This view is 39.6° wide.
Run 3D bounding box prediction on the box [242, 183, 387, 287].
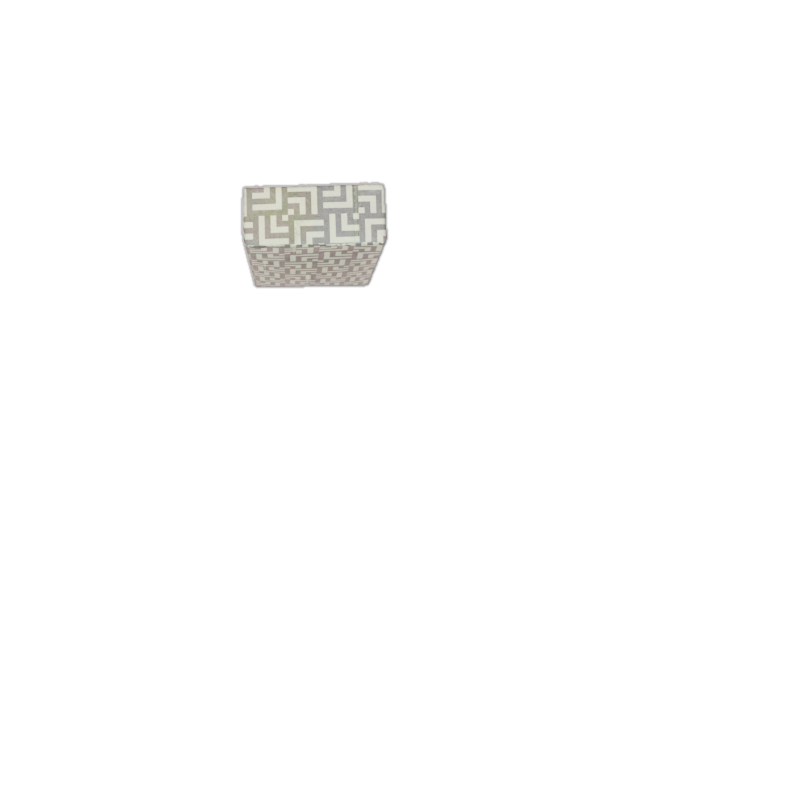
[{"bbox_3d":[-0.062,-0.112,0.784,0.093,0.049,0.175,-2,-1,-4],"label":"box"}]
